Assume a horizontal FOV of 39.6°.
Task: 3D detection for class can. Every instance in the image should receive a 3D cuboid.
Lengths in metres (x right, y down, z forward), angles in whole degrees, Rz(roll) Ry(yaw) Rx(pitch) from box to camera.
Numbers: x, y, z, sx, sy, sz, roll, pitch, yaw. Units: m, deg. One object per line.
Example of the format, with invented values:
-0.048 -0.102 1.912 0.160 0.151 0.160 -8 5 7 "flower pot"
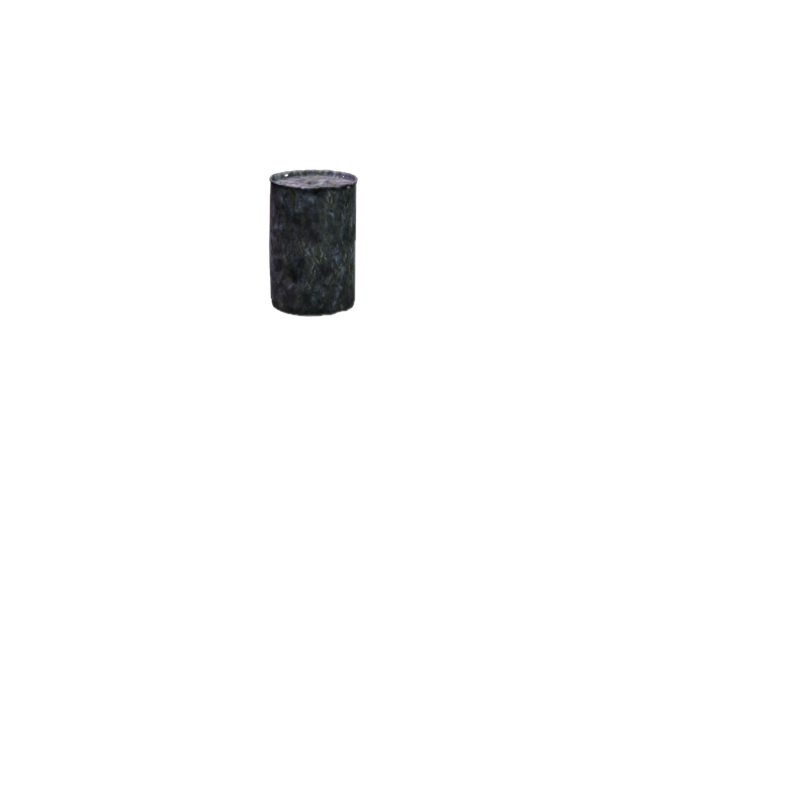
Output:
-0.067 -0.123 0.860 0.068 0.099 0.071 0 17 -2 "can"
